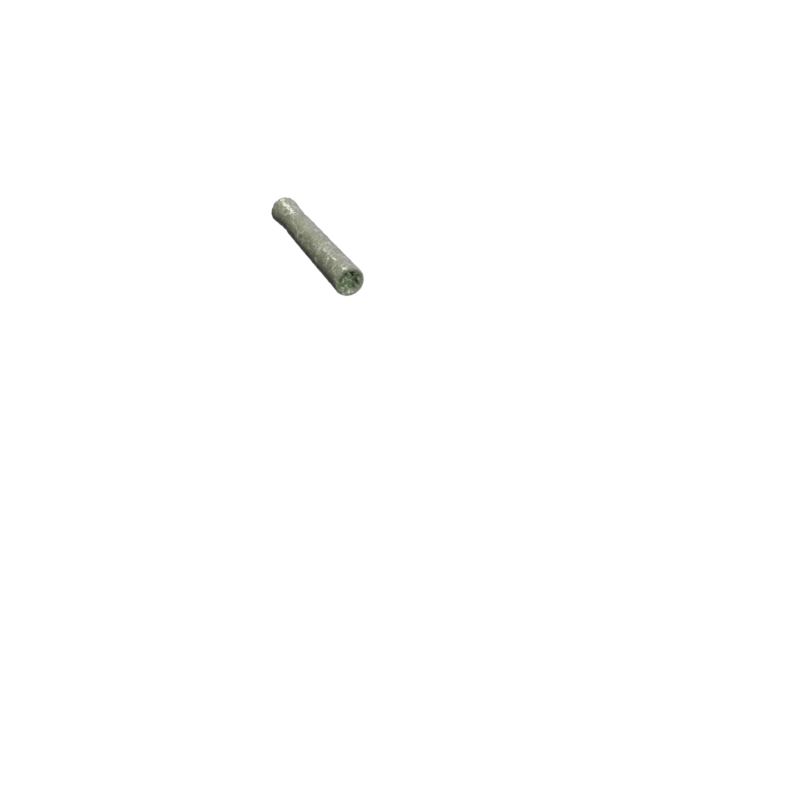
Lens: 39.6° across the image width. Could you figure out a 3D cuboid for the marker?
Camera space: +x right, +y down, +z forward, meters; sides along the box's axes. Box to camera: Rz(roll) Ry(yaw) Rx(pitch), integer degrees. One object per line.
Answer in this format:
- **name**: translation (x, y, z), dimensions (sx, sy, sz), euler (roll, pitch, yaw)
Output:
- **marker**: translation (-0.055, -0.100, 0.702), dimensions (0.019, 0.019, 0.130), euler (-2, 29, -25)
